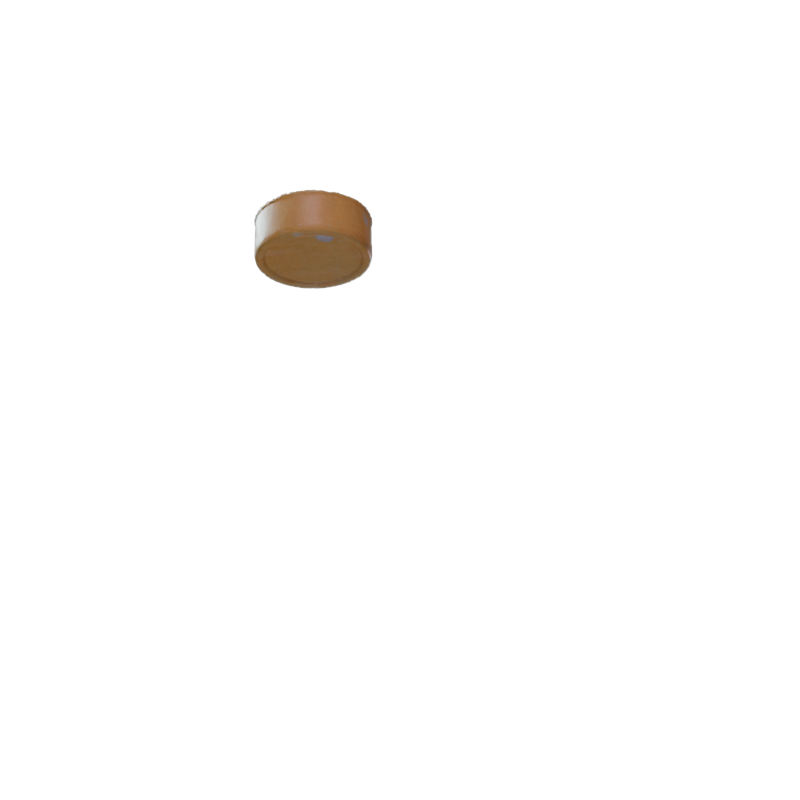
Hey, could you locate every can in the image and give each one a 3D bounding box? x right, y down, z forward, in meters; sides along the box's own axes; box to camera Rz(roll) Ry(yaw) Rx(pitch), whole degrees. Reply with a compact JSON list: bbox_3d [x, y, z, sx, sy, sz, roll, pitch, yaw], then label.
[{"bbox_3d":[-0.062,-0.114,0.798,0.086,0.036,0.081,1,-25,-2],"label":"can"}]
